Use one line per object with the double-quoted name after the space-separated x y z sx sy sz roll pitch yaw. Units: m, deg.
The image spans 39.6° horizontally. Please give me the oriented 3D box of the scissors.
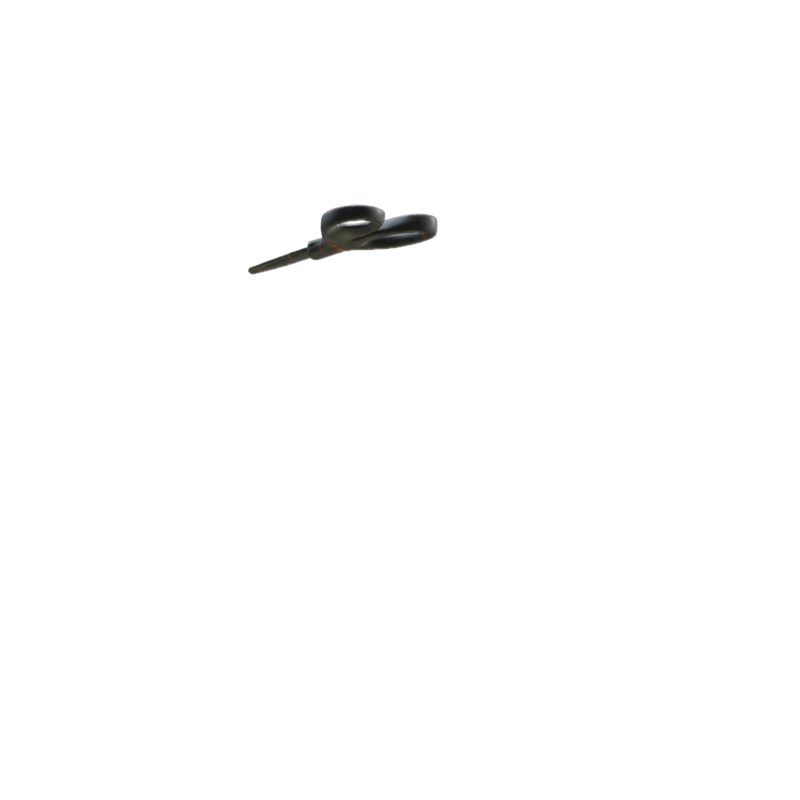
-0.068 -0.124 0.869 0.207 0.016 0.091 -6 -11 33 "scissors"
